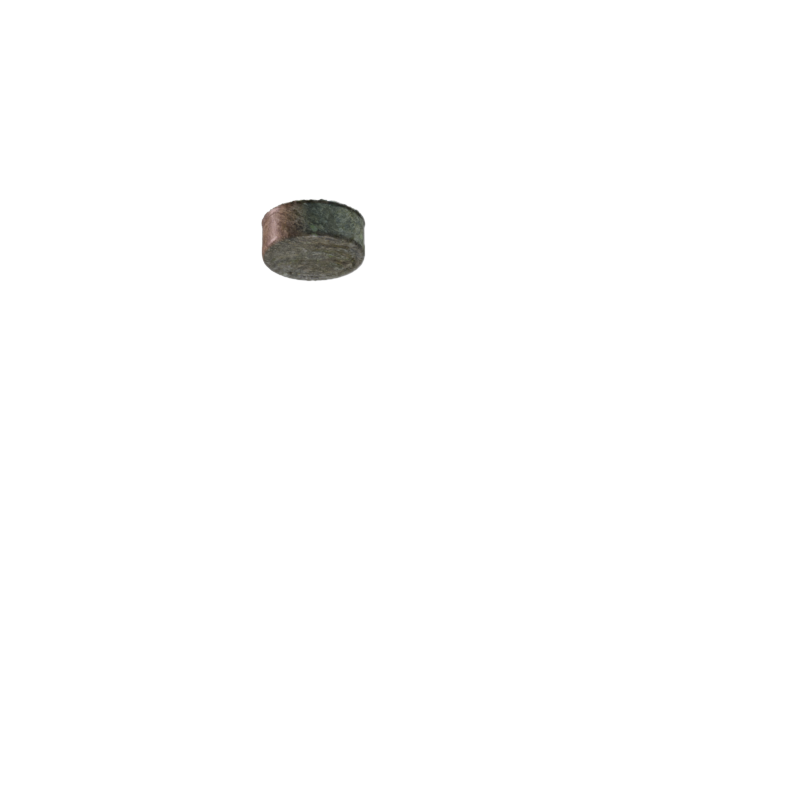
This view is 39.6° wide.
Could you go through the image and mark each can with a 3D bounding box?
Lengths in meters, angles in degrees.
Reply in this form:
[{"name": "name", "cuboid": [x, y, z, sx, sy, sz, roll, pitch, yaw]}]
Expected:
[{"name": "can", "cuboid": [-0.071, -0.130, 0.908, 0.086, 0.035, 0.082, 0, -21, -2]}]
